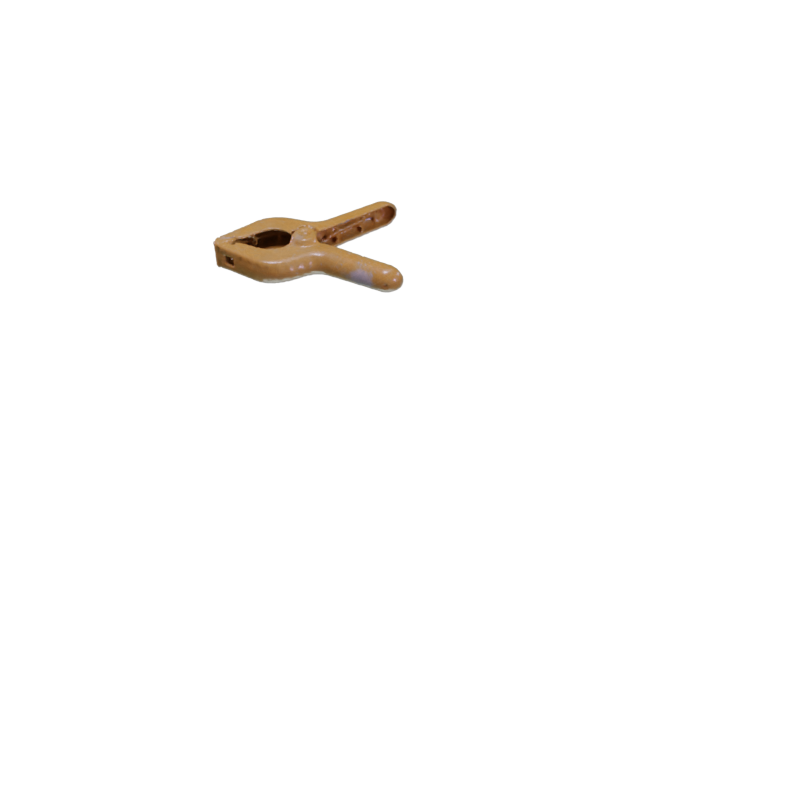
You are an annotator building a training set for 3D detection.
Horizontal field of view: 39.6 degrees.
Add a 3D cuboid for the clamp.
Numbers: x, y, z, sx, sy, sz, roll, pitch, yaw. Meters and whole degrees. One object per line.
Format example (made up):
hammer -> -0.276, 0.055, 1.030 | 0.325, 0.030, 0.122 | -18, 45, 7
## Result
clamp -> -0.078, -0.142, 0.997 | 0.173, 0.037, 0.127 | 5, 35, 7
